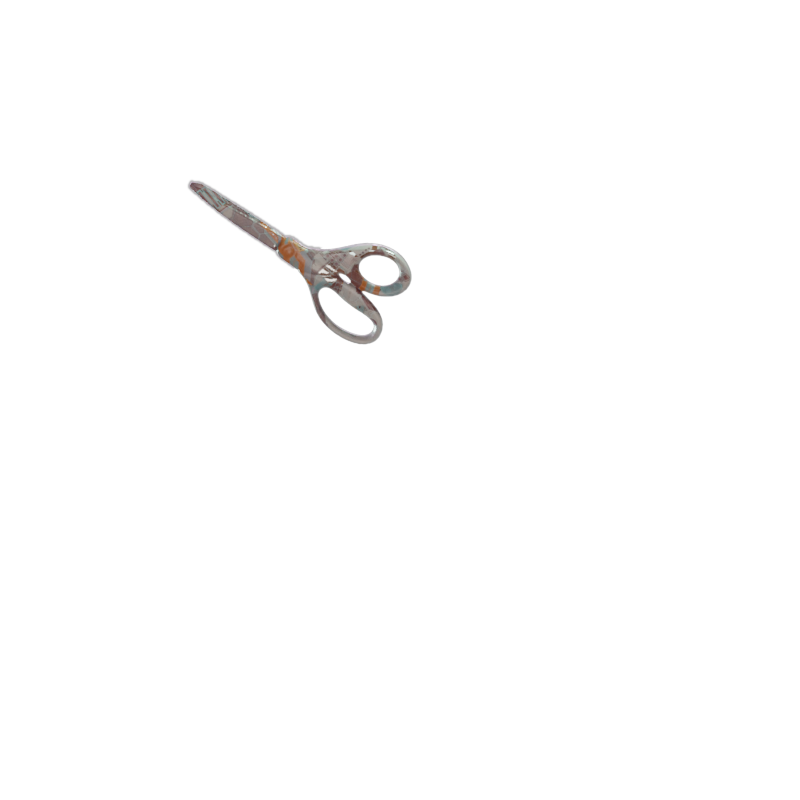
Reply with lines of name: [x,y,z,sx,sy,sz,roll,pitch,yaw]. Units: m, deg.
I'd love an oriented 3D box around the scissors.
scissors: [-0.071,-0.129,0.905,0.096,0.193,0.016,-37,17,13]
